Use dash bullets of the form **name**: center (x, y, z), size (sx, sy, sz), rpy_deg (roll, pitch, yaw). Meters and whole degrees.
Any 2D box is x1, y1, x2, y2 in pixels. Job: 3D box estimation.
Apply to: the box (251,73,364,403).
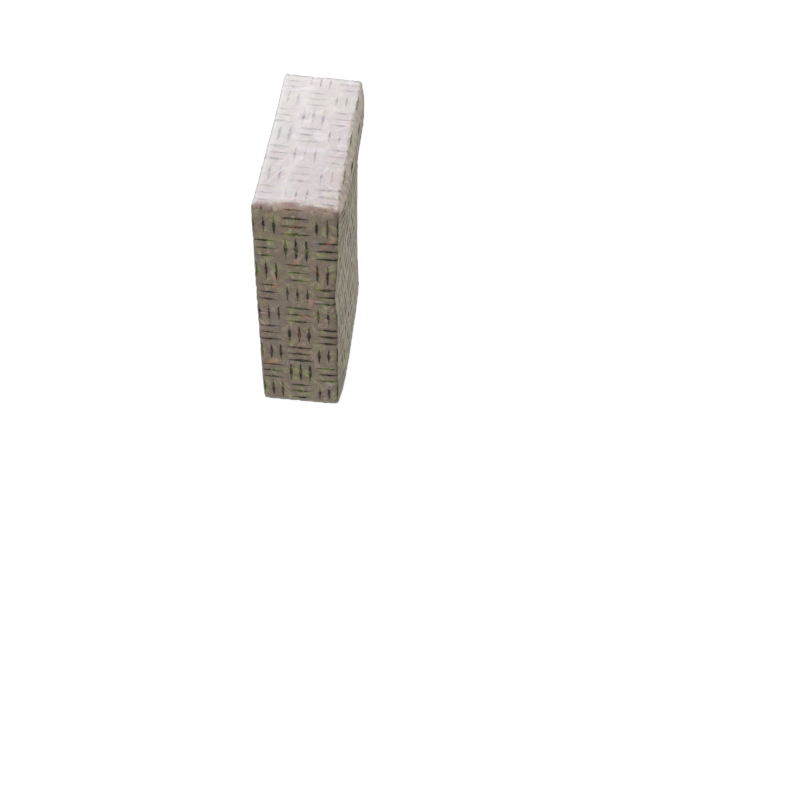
- **box**: center (-0.070, -0.128, 0.895), size (0.072, 0.175, 0.199), rpy_deg (5, -43, 1)
